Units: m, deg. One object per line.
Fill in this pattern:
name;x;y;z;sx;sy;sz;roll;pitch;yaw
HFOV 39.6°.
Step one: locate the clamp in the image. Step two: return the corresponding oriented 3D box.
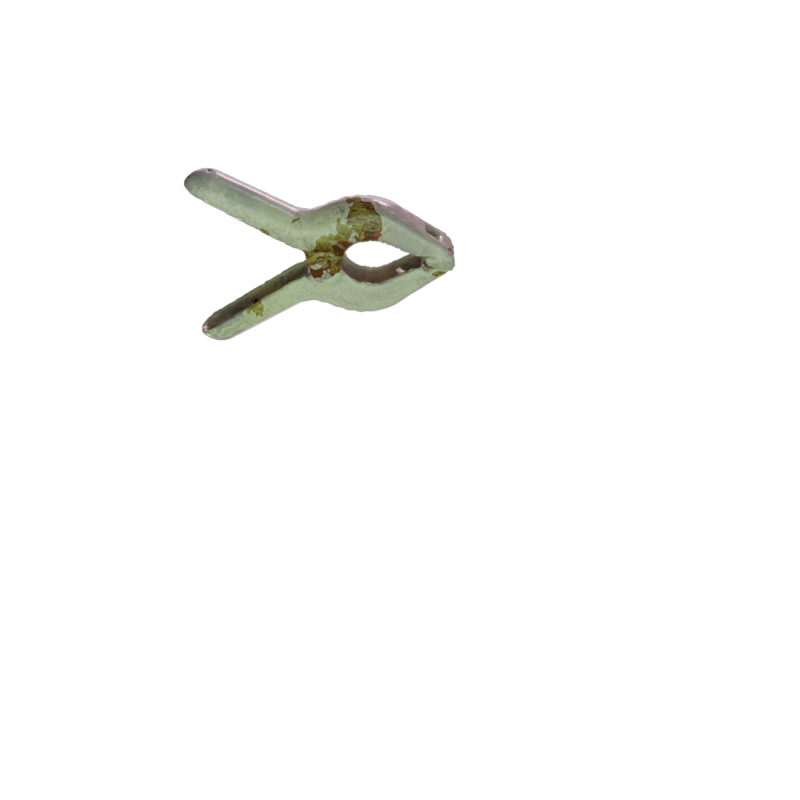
clamp;-0.054;-0.099;0.695;0.172;0.111;0.042;-9;37;6
